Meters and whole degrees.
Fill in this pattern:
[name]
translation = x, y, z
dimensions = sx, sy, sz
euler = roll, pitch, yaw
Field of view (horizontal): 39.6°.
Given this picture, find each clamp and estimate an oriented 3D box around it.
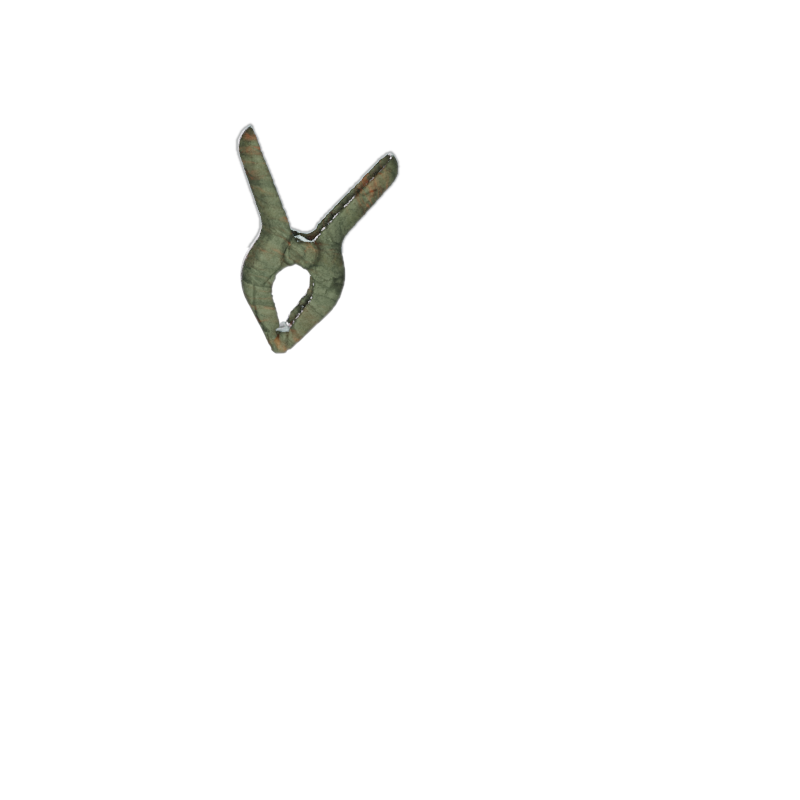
[clamp]
translation = -0.065, -0.119, 0.833
dimensions = 0.120, 0.165, 0.041
euler = 4, 17, -2
